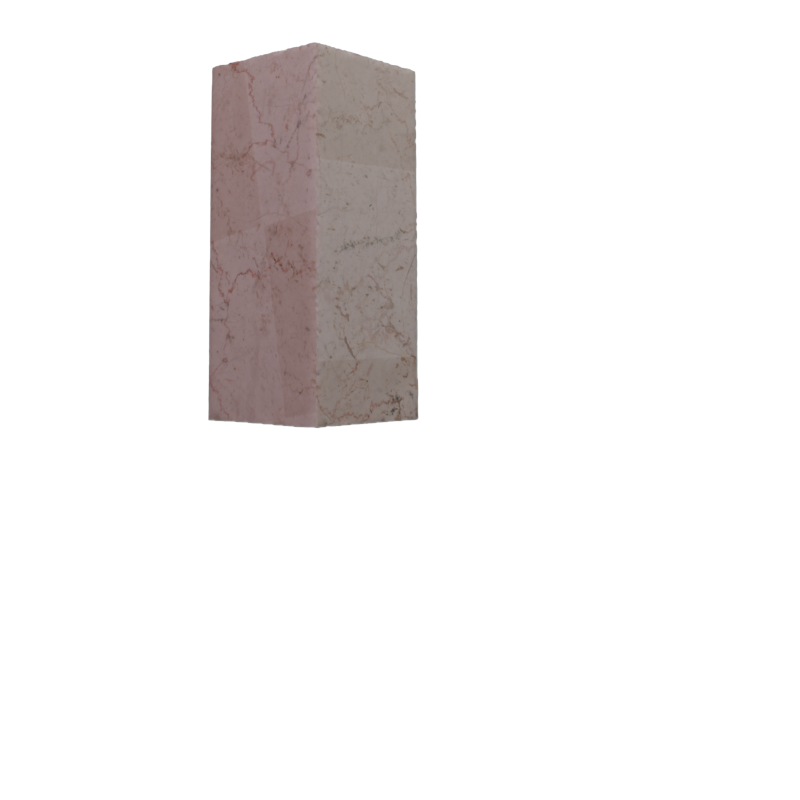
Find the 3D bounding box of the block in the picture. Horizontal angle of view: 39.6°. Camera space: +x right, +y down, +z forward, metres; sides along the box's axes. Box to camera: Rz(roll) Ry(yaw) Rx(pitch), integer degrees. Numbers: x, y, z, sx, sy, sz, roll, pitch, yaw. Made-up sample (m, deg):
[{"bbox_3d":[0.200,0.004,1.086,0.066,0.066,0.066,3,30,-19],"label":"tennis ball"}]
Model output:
[{"bbox_3d":[-0.051,-0.092,0.648,0.093,0.209,0.087,-4,-5,41],"label":"block"}]
